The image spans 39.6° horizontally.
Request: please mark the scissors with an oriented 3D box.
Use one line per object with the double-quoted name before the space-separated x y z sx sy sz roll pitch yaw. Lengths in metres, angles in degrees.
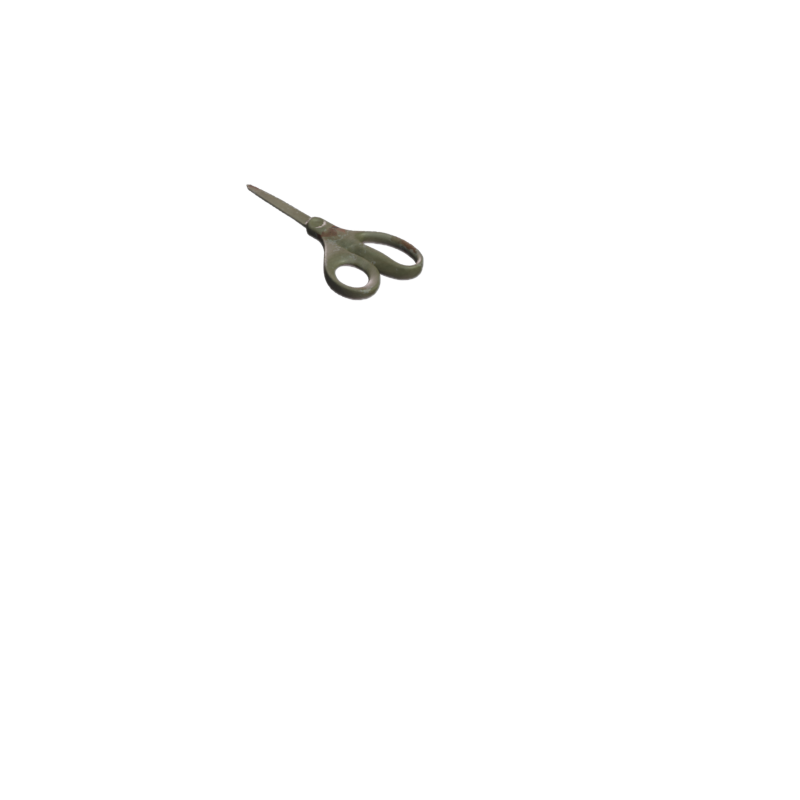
"scissors" -0.078 -0.142 0.993 0.211 0.015 0.099 21 46 22
